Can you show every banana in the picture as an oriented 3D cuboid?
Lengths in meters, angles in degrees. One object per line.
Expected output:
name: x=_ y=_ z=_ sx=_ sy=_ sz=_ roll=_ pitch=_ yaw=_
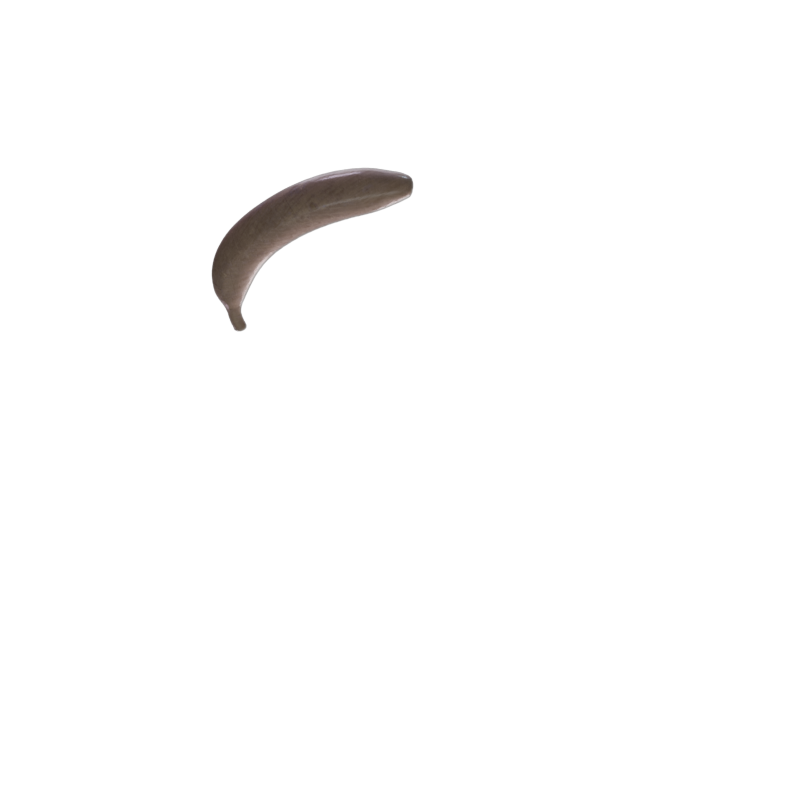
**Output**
banana: x=-0.082 y=-0.127 z=0.838 sx=0.196 sy=0.039 sz=0.065 roll=-34 pitch=-53 yaw=29
